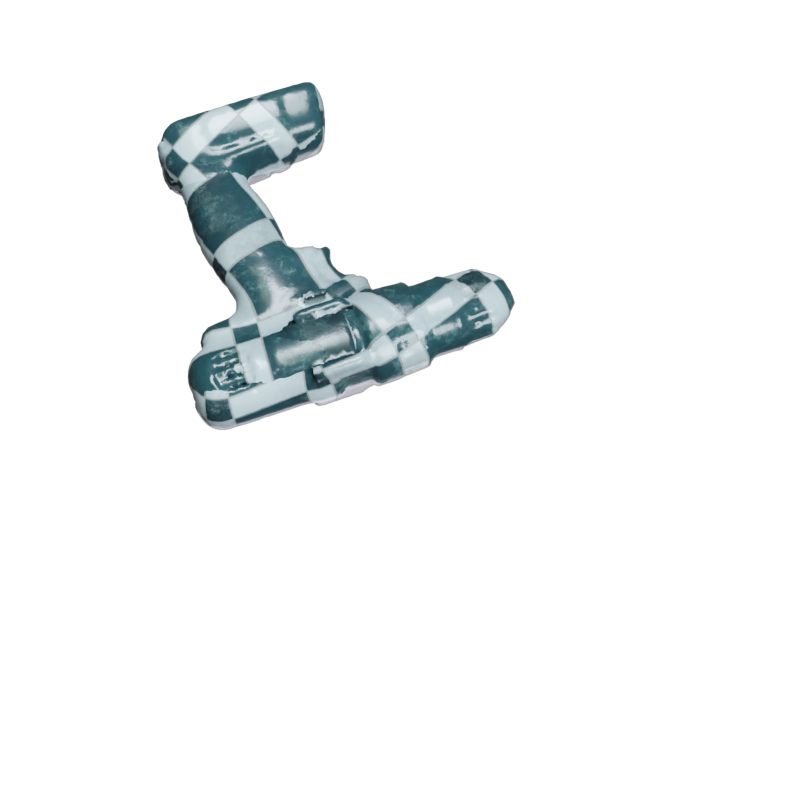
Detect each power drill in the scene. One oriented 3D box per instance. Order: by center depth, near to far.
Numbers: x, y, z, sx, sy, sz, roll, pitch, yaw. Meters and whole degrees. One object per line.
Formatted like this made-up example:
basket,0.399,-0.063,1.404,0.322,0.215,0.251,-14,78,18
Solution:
power drill,-0.050,-0.091,0.637,0.183,0.200,0.054,-18,-26,-10
